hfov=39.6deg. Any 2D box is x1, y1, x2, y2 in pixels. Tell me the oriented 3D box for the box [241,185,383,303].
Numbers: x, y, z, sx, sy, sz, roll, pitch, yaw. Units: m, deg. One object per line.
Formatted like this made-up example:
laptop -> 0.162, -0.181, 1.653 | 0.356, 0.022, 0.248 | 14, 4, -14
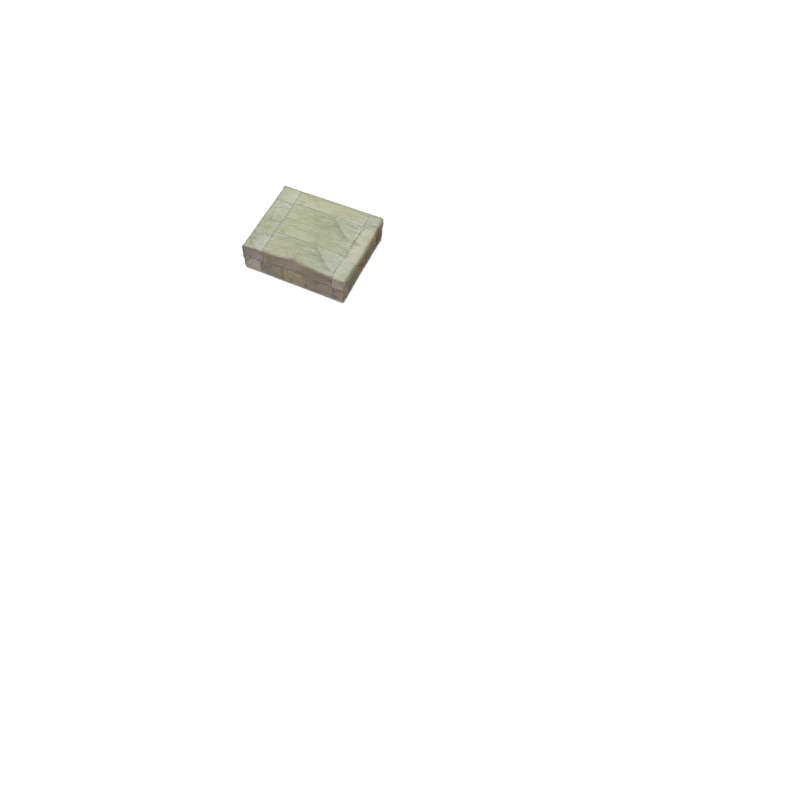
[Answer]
box -> -0.068, -0.124, 0.867 | 0.092, 0.076, 0.028 | 20, -36, 15
